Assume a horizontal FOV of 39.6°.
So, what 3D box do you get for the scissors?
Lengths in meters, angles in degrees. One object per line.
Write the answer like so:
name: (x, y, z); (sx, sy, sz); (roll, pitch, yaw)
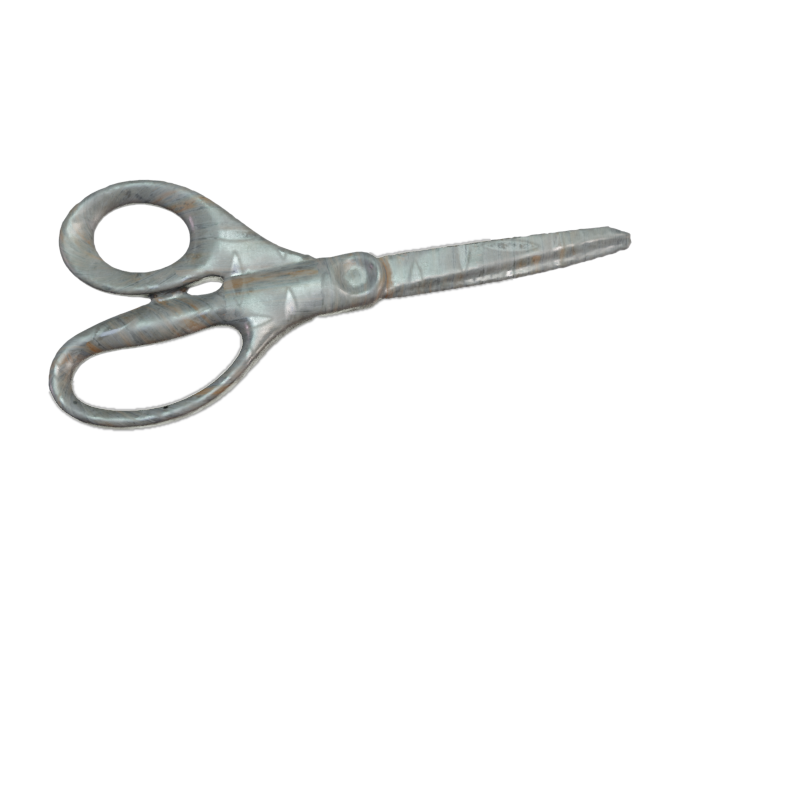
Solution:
scissors: (-0.030, -0.055, 0.386); (0.201, 0.101, 0.015); (-24, -19, -9)
